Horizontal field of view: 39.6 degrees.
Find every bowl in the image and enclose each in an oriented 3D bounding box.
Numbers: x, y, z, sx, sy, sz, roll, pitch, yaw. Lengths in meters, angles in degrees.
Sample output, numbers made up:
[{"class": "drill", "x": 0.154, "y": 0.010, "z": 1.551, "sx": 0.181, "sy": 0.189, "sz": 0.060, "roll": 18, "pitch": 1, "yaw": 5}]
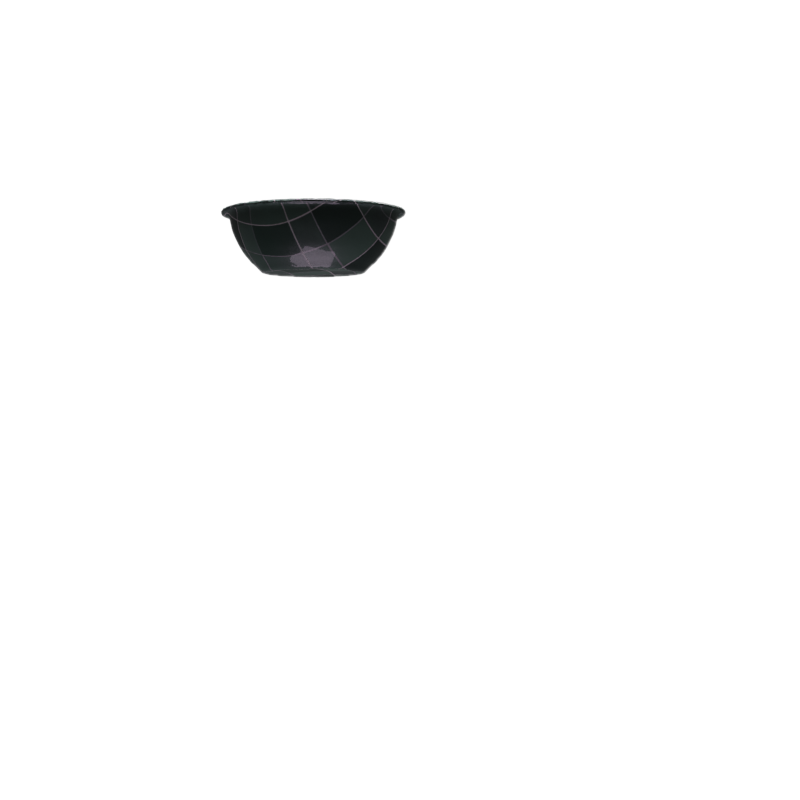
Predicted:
[{"class": "bowl", "x": -0.076, "y": -0.138, "z": 0.968, "sx": 0.162, "sy": 0.055, "sz": 0.161, "roll": 0, "pitch": 0, "yaw": -2}]
